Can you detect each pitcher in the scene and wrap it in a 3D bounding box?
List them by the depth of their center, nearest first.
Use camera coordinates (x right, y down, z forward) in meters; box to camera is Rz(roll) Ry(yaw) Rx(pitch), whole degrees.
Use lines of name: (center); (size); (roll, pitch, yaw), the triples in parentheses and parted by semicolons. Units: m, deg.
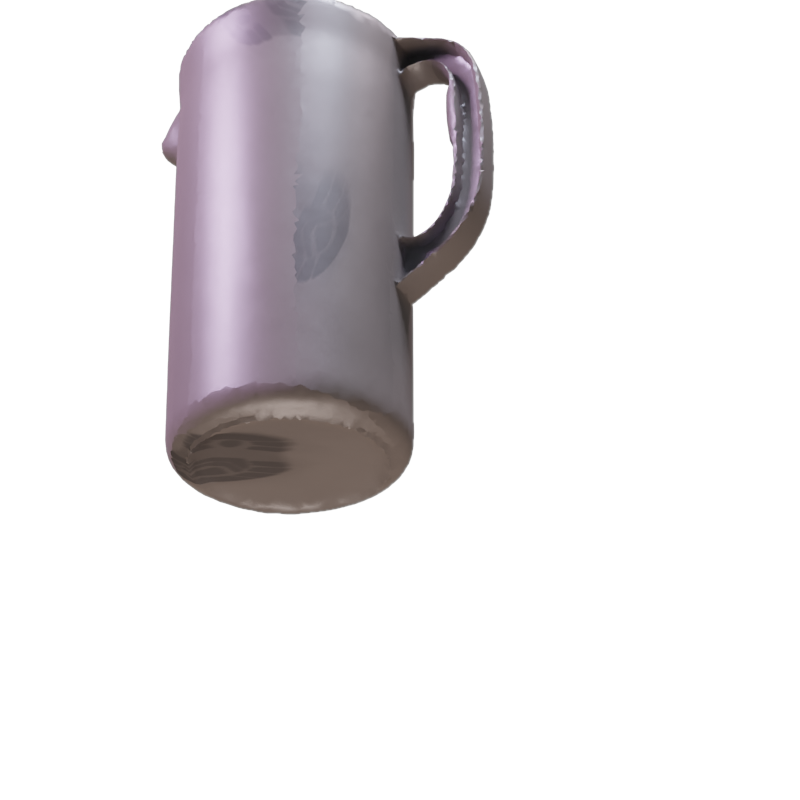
pitcher: (-0.043, -0.078, 0.545); (0.140, 0.260, 0.144); (12, -38, -20)
